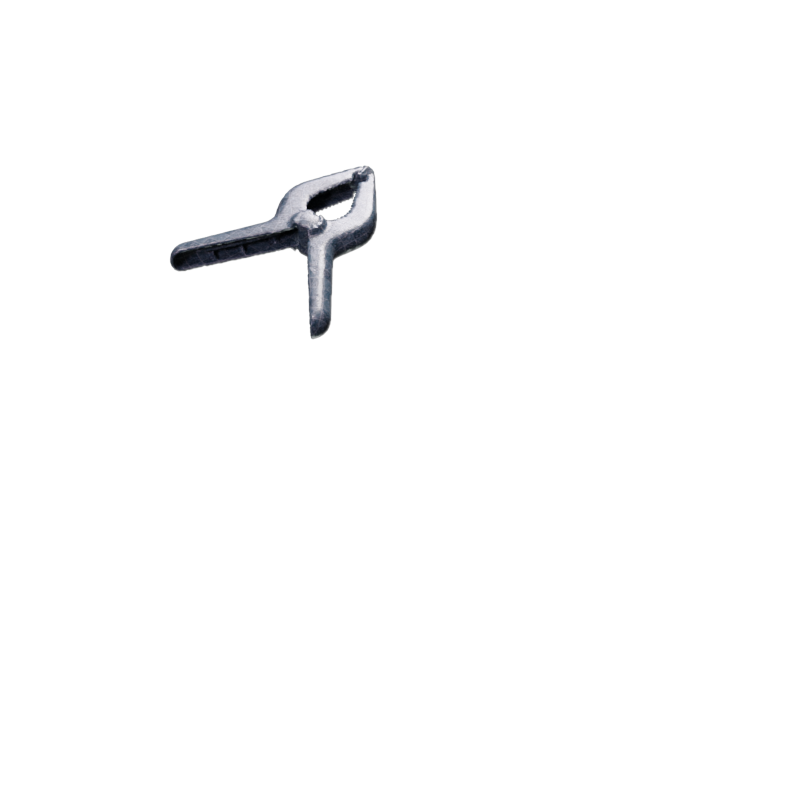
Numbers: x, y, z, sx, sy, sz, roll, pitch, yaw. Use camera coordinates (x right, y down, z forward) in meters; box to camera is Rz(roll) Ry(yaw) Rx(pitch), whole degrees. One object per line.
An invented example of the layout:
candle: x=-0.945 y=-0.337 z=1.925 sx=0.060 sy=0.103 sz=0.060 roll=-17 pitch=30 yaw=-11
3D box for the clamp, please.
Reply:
clamp: x=-0.078 y=-0.142 z=0.995 sx=0.175 sy=0.034 sz=0.212 roll=31 pitch=53 yaw=27
